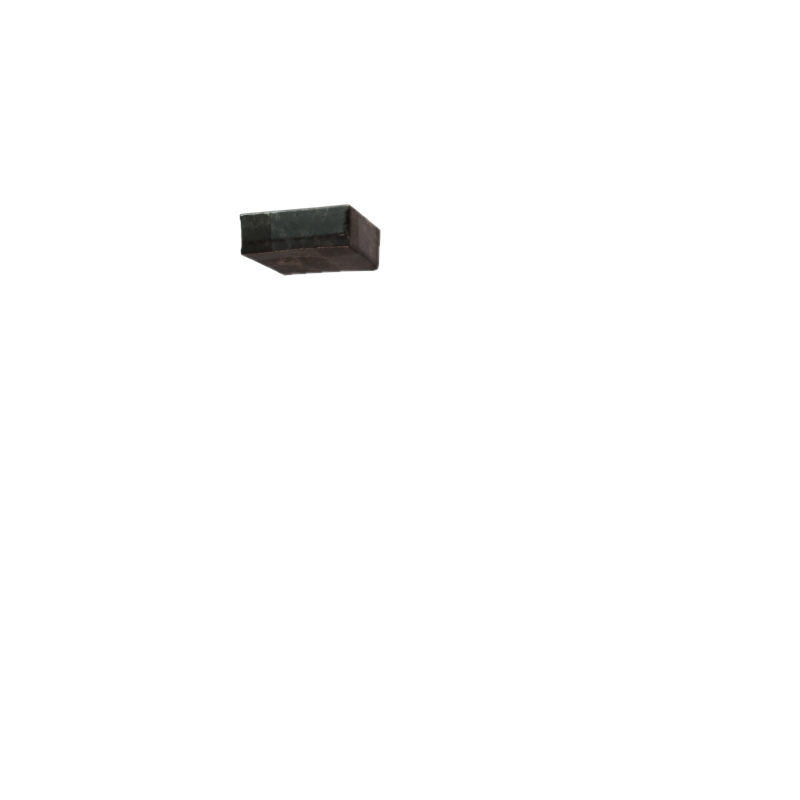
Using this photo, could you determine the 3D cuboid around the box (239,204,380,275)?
[{"bbox_3d":[-0.070,-0.129,0.902,0.091,0.040,0.109,-1,-5,14],"label":"box"}]
